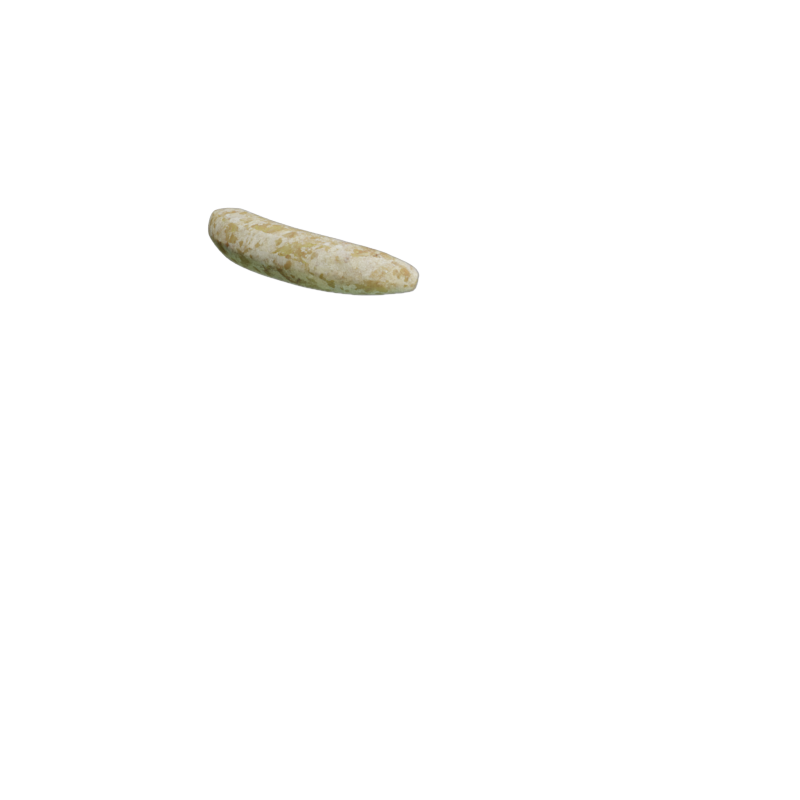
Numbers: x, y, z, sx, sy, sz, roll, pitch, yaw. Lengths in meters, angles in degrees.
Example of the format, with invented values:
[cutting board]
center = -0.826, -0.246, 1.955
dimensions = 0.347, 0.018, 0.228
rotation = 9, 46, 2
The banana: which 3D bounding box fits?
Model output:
[banana]
center = -0.077, -0.107, 0.772
dimensions = 0.068, 0.035, 0.211
rotation = -19, 32, -37
